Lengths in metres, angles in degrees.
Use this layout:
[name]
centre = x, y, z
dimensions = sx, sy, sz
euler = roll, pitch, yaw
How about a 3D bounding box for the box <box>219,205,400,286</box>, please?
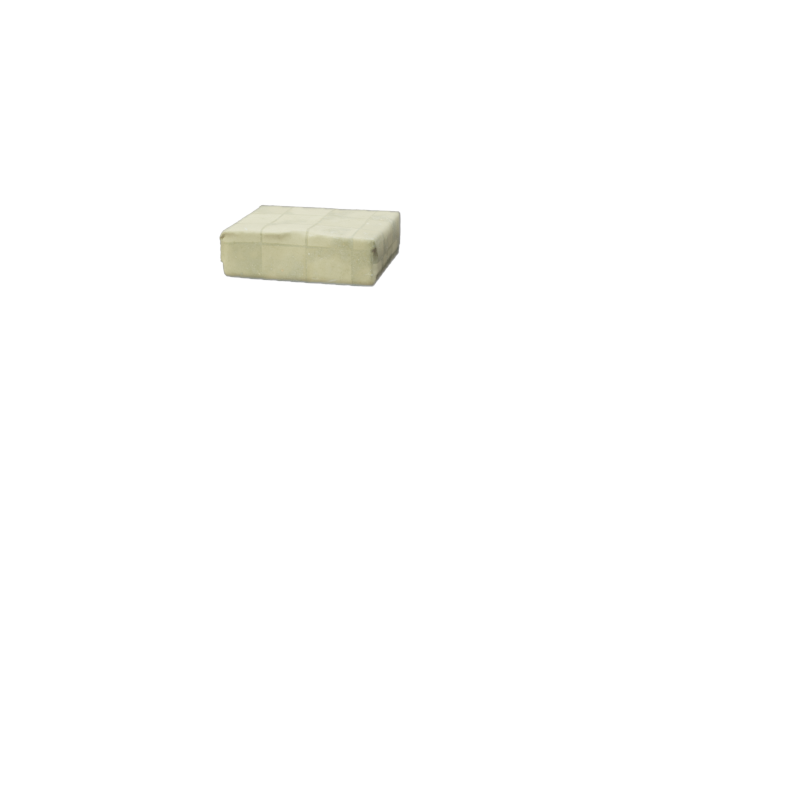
[box]
centre = -0.050, -0.091, 0.635
dimensions = 0.091, 0.029, 0.075
euler = 5, 21, 13
